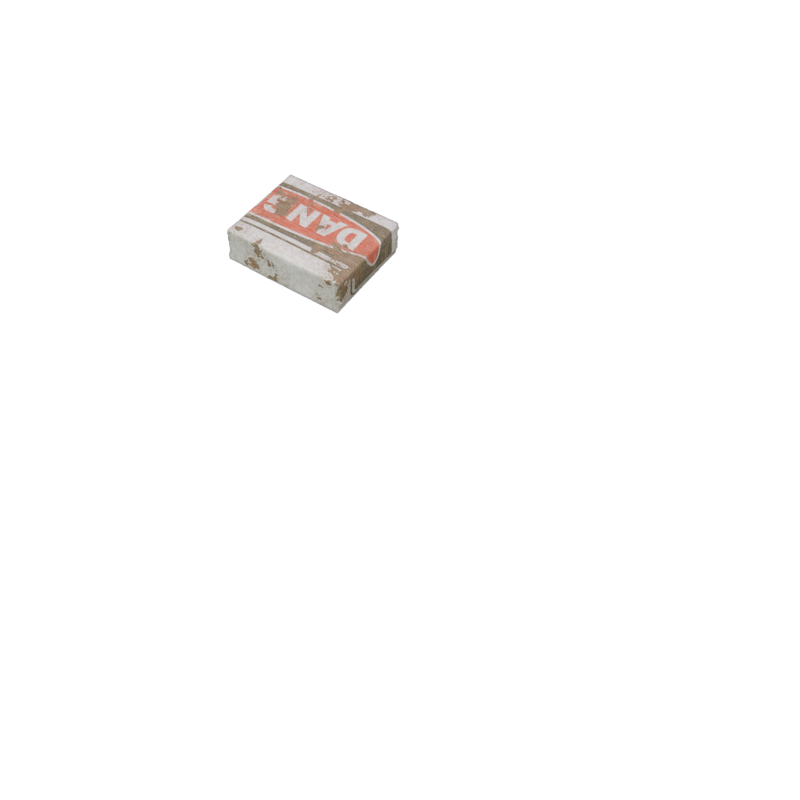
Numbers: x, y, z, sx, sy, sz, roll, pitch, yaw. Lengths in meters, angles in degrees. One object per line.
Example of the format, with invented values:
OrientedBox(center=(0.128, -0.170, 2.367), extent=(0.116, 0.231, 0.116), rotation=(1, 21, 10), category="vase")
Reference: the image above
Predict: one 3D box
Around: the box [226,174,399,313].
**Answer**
OrientedBox(center=(-0.071, -0.130, 0.912), extent=(0.119, 0.036, 0.092), rotation=(25, 50, 23), category="box")
